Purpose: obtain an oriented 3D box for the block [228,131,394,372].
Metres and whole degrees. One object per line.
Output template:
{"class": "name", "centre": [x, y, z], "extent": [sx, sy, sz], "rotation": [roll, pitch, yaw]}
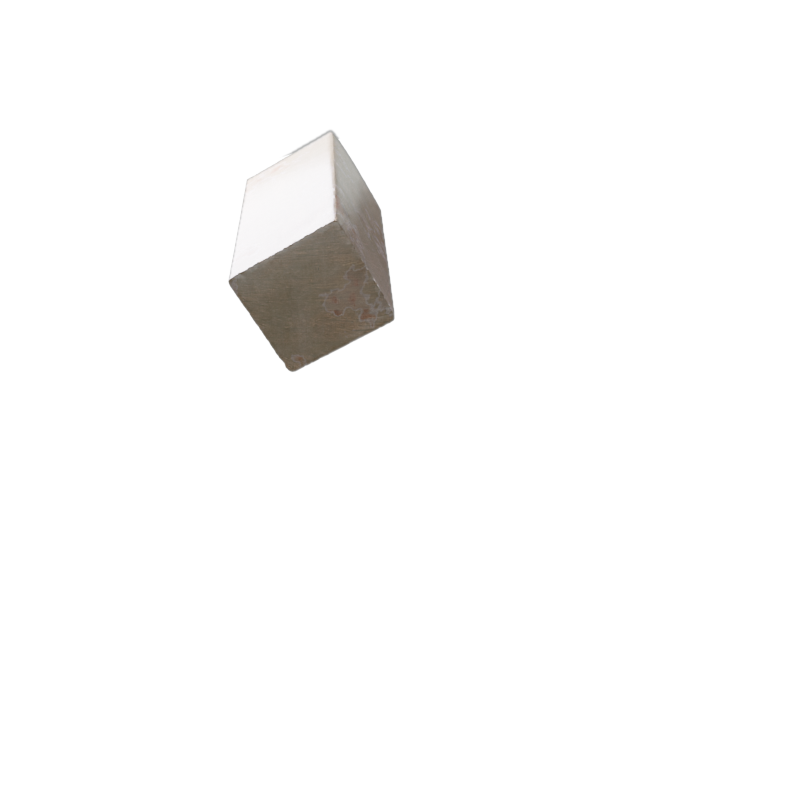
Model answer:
{"class": "block", "centre": [-0.068, -0.124, 0.871], "extent": [0.091, 0.085, 0.218], "rotation": [-28, 27, 11]}
